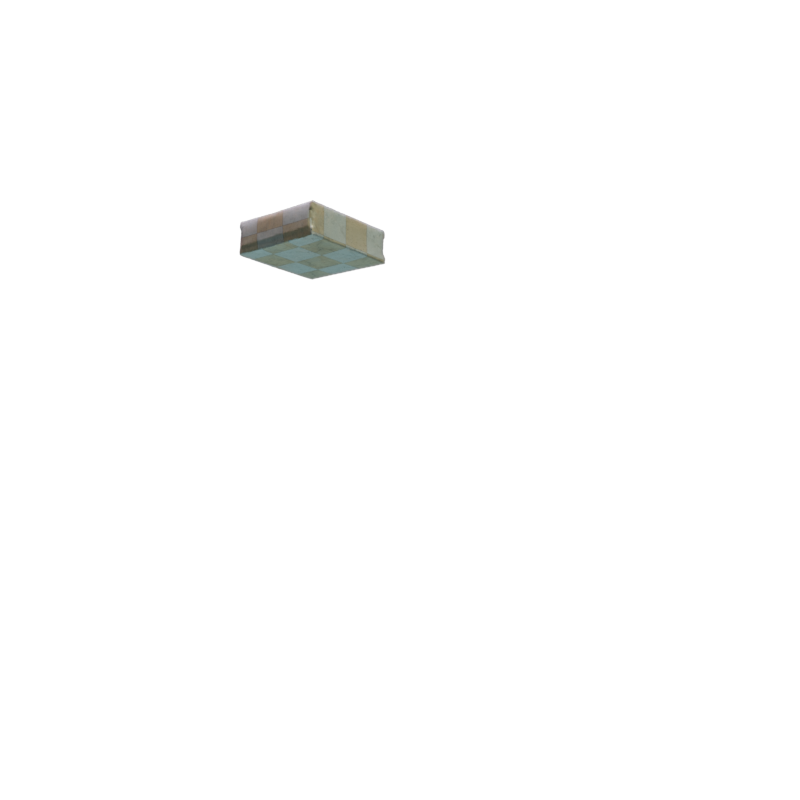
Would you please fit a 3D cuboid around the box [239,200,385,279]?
[{"bbox_3d":[-0.066,-0.120,0.841,0.075,0.031,0.084,-9,-15,38],"label":"box"}]
